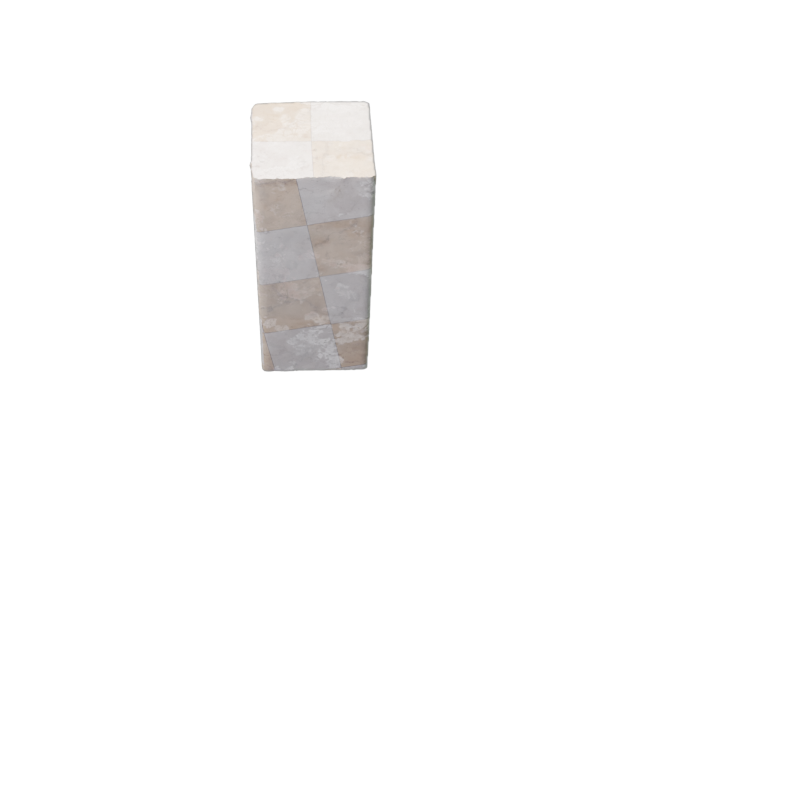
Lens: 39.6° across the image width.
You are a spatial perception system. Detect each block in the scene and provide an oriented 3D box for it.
[{"bbox_3d":[-0.069,-0.124,0.867,0.090,0.098,0.192,-1,-42,-4],"label":"block"}]
